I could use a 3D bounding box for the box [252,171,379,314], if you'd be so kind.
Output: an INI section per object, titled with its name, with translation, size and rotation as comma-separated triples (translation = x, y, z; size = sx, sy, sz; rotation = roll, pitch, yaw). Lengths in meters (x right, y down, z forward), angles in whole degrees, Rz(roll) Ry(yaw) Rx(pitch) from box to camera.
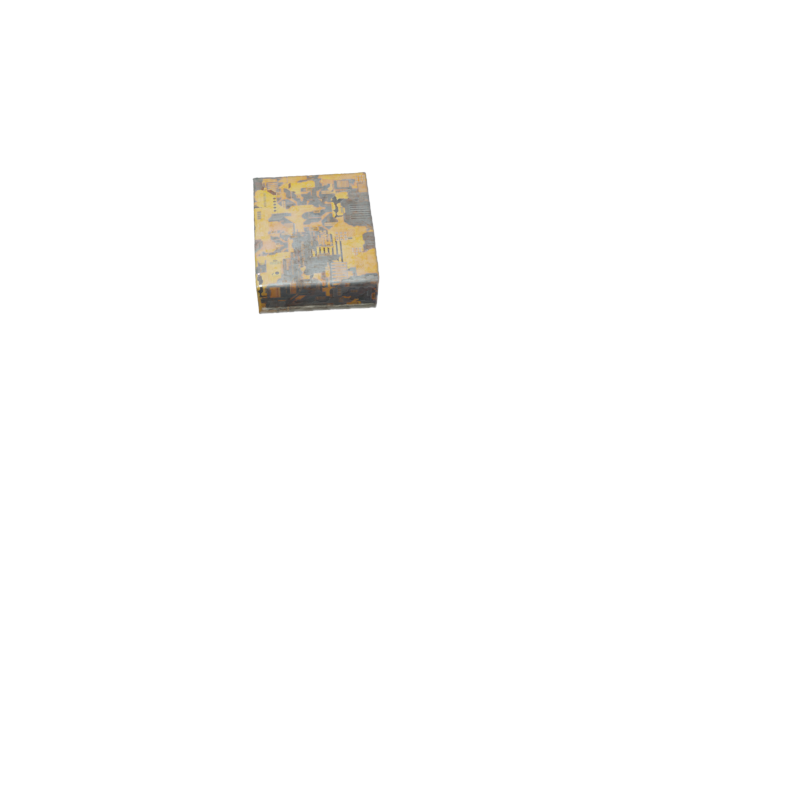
[box]
translation = -0.066, -0.120, 0.842
size = 0.089, 0.122, 0.036
rotation = -4, -39, -4
